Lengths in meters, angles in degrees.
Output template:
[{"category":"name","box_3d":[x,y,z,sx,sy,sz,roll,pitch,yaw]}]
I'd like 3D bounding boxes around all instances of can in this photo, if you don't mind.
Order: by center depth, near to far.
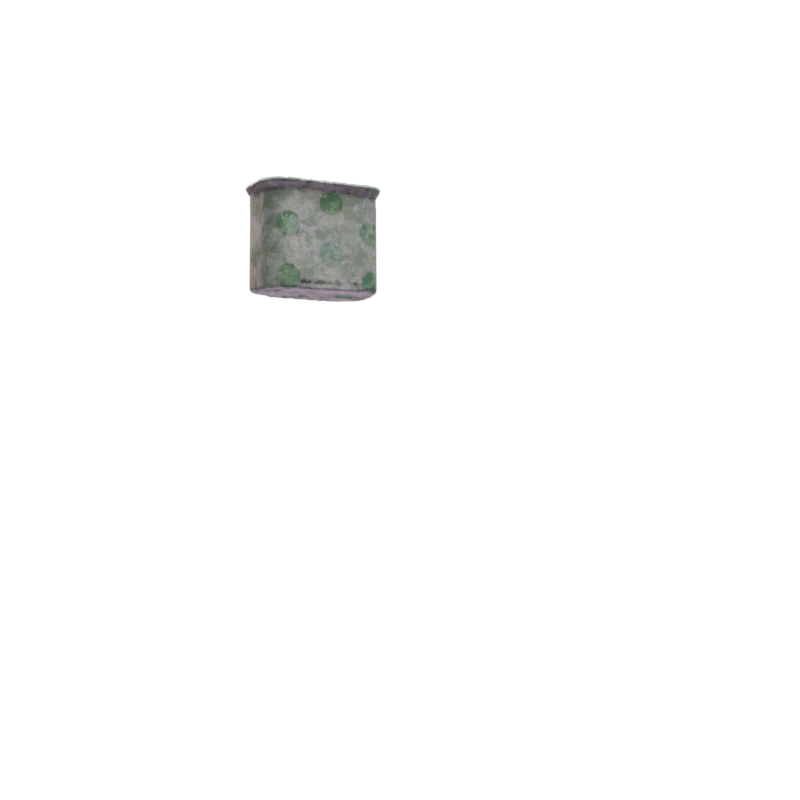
[{"category":"can","box_3d":[-0.067,-0.121,0.850,0.098,0.086,0.058,3,-9,-27]}]
